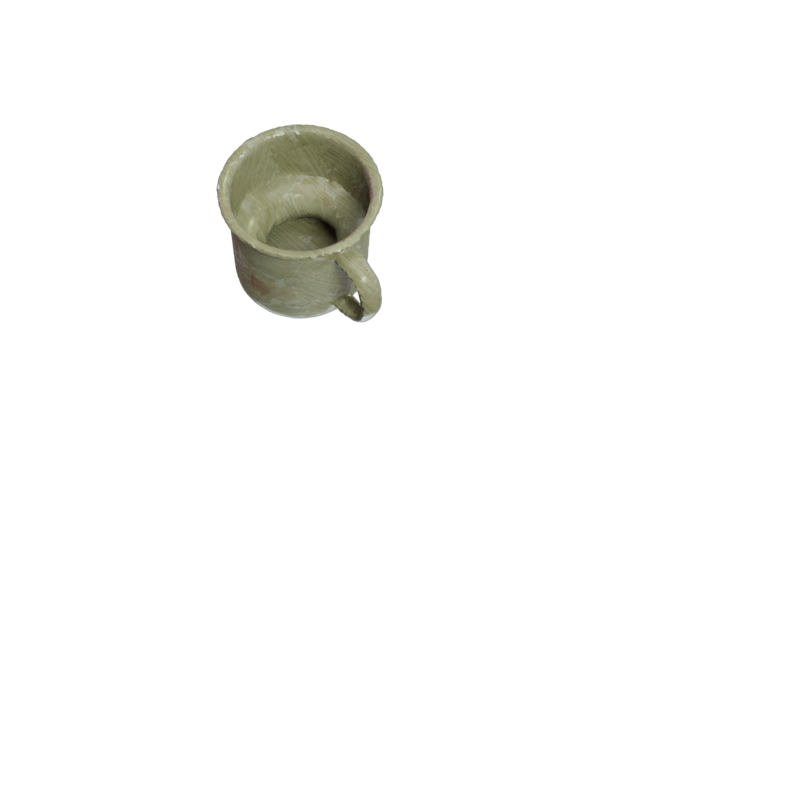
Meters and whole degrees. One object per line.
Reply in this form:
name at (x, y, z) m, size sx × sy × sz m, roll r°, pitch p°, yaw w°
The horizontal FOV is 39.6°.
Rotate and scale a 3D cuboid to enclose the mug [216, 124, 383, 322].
mug at (-0.051, -0.092, 0.647) m, size 0.094 × 0.124 × 0.076 m, roll -35°, pitch -23°, yaw -20°
